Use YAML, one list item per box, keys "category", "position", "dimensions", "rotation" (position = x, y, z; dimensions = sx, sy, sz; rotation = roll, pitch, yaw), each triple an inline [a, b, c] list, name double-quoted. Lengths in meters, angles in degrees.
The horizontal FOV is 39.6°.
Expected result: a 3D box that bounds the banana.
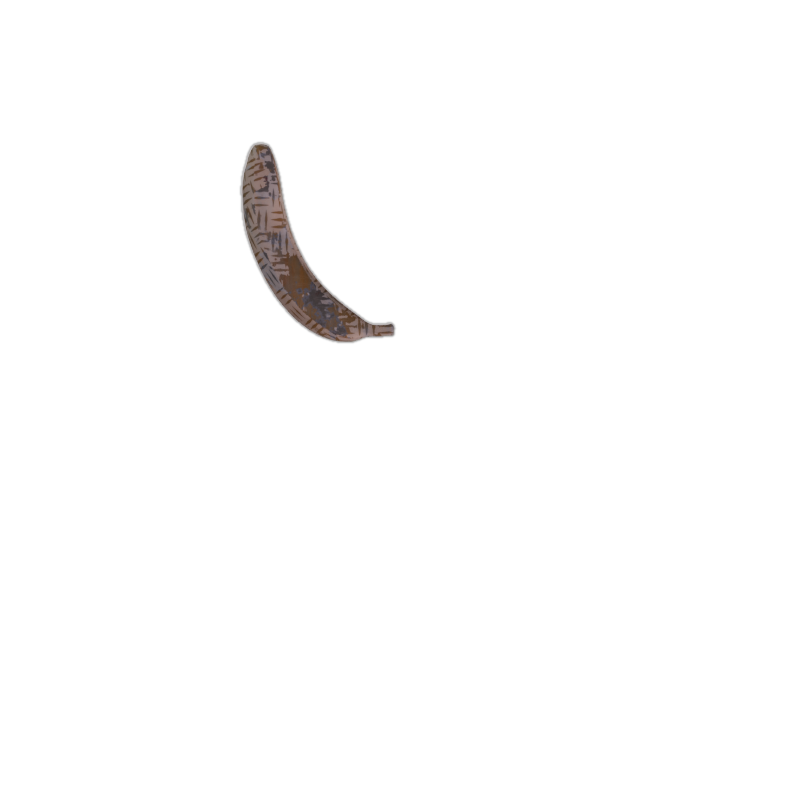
- category: "banana"
  position: [-0.086, -0.120, 0.939]
  dimensions: [0.069, 0.196, 0.037]
  rotation: [-35, 4, 3]
